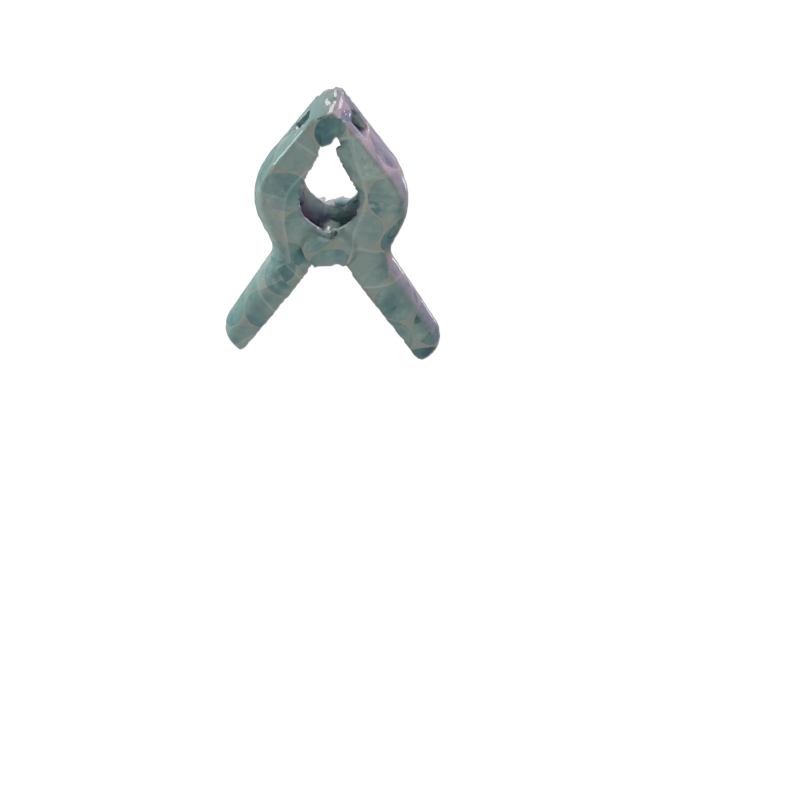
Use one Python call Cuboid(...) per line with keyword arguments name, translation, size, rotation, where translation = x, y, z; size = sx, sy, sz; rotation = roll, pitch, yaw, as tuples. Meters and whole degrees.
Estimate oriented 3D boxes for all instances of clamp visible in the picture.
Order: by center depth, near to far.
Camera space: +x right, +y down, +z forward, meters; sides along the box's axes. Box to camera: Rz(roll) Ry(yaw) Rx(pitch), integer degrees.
Cuboid(name="clamp", translation=(-0.046, -0.084, 0.590), size=(0.121, 0.159, 0.042), rotation=(-6, 38, 5))
